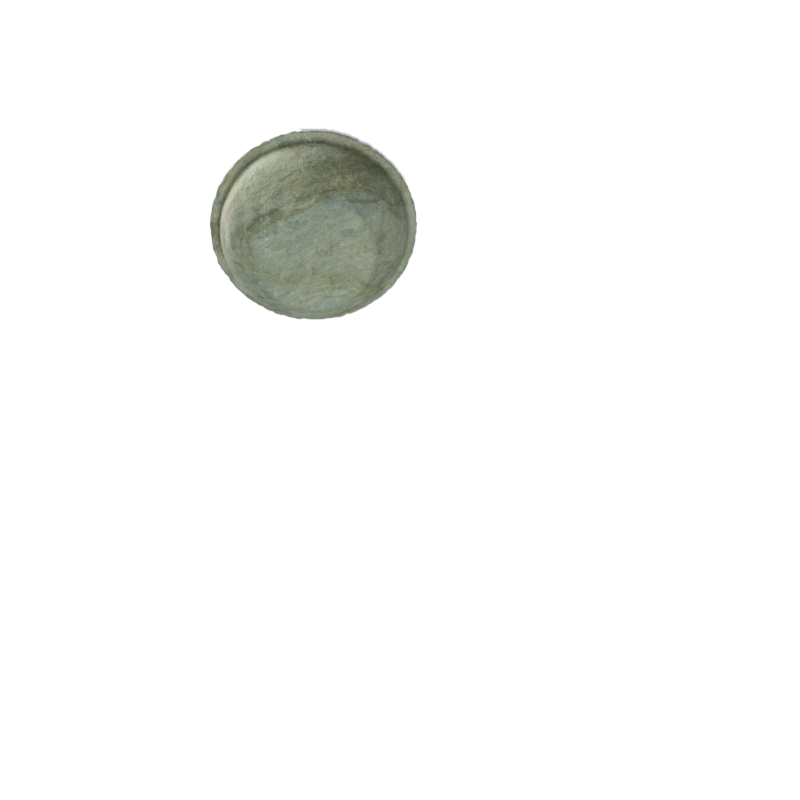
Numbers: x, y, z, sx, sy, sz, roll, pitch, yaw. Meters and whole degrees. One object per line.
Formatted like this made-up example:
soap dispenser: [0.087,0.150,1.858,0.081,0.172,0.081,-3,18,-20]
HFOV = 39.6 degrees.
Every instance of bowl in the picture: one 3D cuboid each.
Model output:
bowl: [-0.066,-0.120,0.842,0.162,0.153,0.058,1,27,-1]
